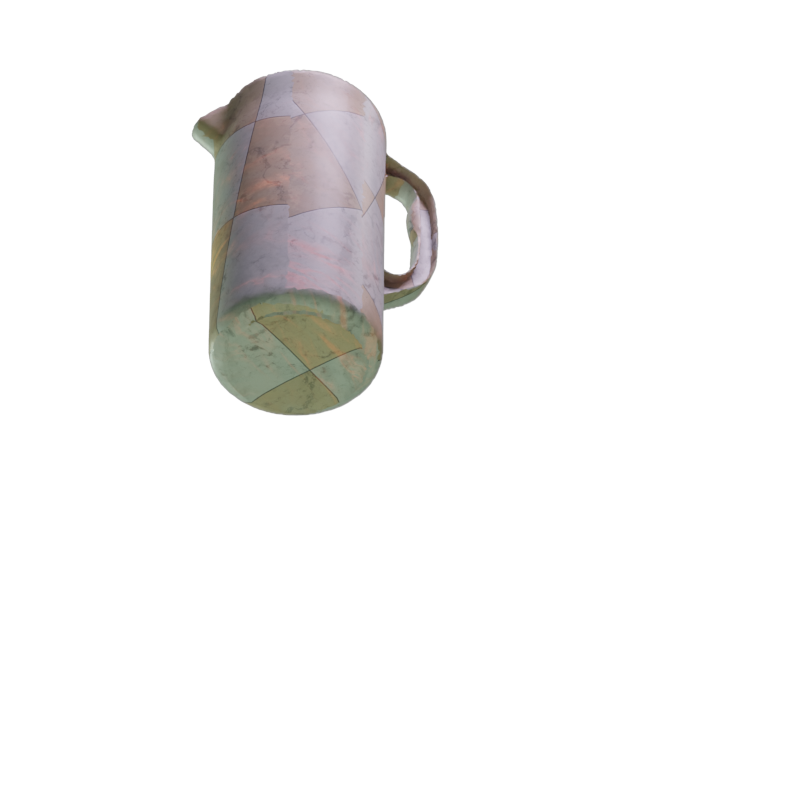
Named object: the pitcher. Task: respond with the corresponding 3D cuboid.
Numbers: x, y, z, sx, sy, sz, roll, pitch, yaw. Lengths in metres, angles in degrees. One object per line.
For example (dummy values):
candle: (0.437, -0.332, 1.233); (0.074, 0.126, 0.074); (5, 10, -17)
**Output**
pitcher: (-0.060, -0.110, 0.768); (0.150, 0.261, 0.134); (-18, -47, 14)
